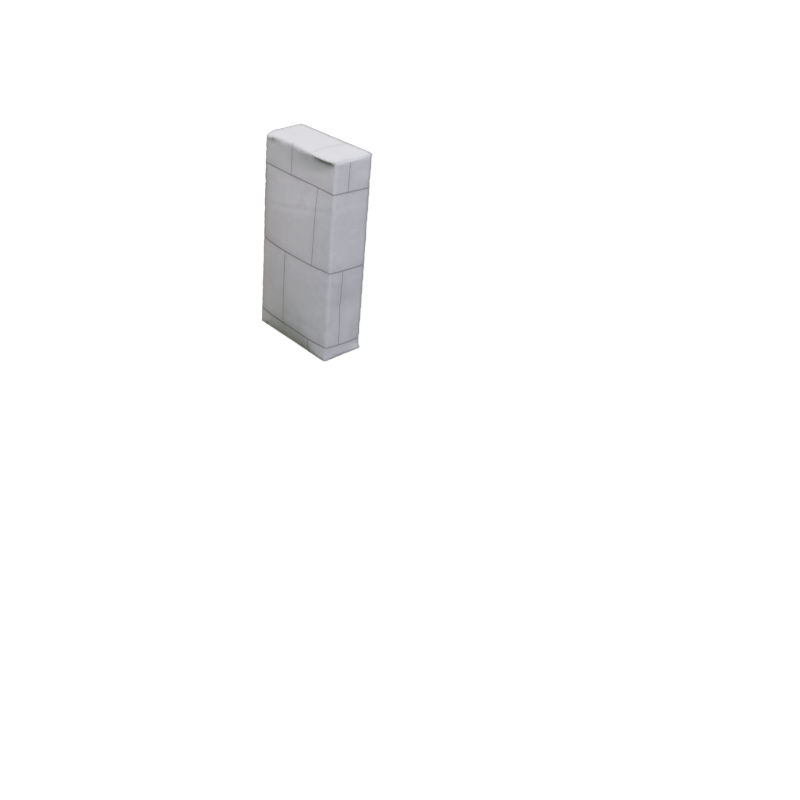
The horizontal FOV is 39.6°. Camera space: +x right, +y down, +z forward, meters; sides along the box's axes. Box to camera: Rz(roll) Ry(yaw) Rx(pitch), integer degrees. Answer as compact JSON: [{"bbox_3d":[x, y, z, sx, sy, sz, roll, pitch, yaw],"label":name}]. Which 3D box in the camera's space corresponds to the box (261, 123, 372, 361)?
[{"bbox_3d":[-0.072,-0.131,0.919,0.047,0.167,0.100,-19,34,-36],"label":"box"}]
